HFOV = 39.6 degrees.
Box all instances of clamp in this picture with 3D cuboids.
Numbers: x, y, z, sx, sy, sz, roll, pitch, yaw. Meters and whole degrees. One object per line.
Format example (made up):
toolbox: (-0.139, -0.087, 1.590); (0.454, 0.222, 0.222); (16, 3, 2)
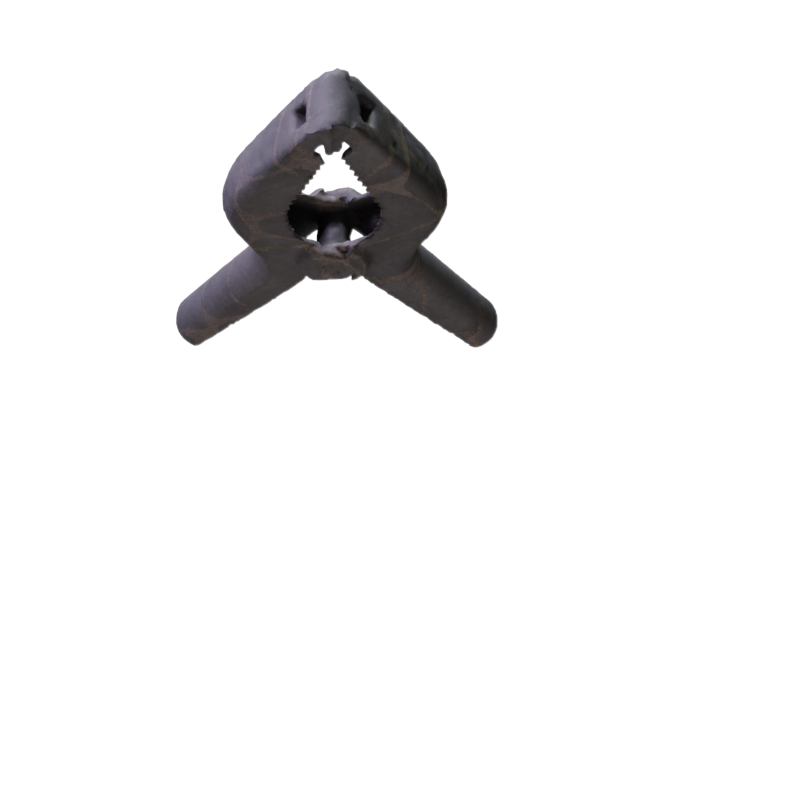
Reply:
clamp: (-0.039, -0.072, 0.501); (0.166, 0.038, 0.197); (-2, -24, 5)
